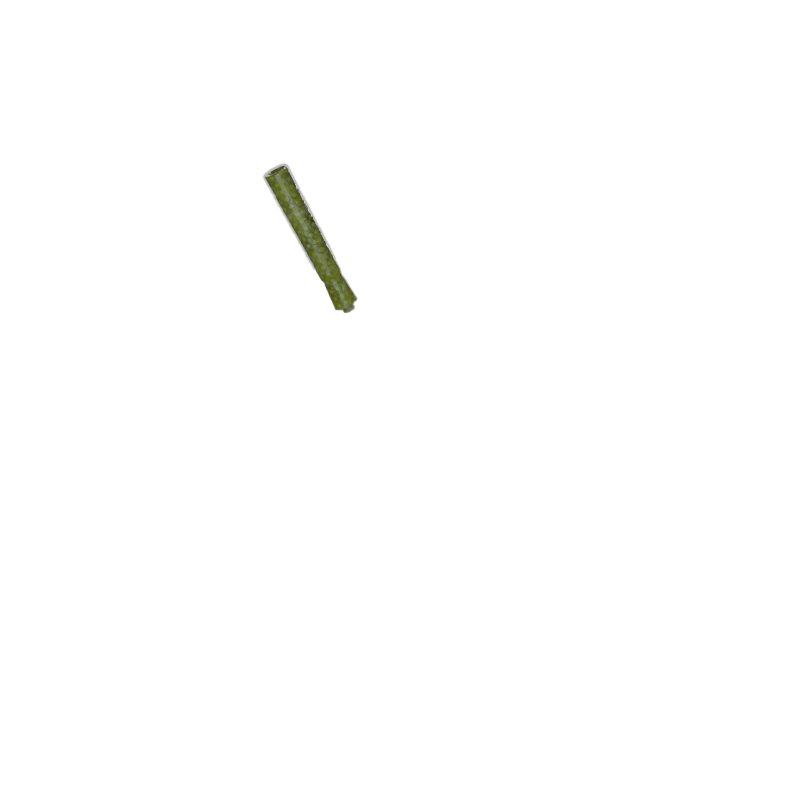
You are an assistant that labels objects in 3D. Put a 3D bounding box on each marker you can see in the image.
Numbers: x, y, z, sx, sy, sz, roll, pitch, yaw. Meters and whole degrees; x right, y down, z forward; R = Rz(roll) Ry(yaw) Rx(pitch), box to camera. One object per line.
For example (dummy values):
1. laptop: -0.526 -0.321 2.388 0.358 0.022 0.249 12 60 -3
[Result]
1. marker: -0.064 -0.117 0.818 0.020 0.116 0.021 -26 16 8
